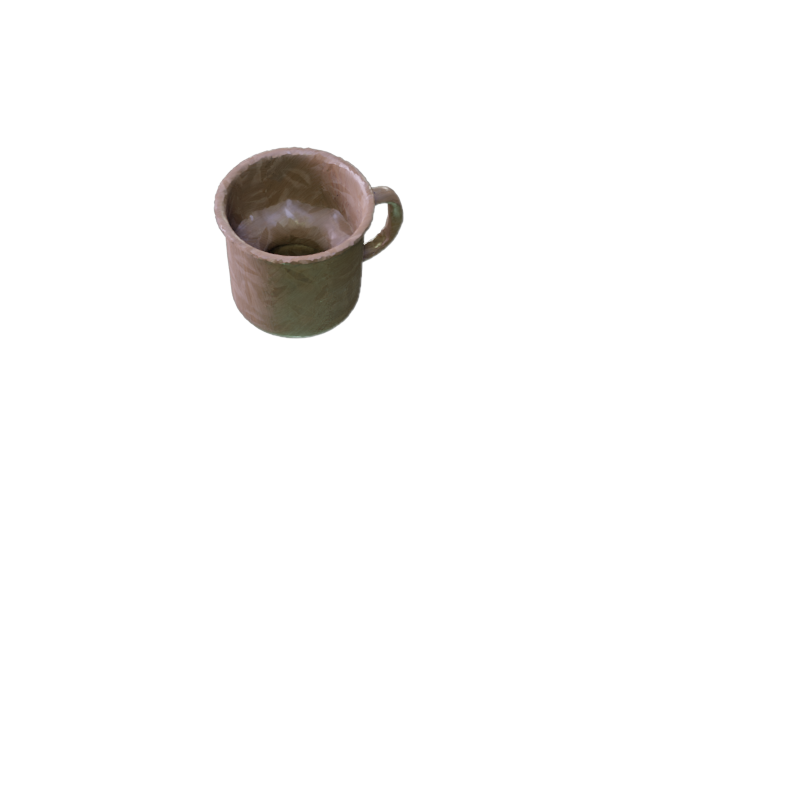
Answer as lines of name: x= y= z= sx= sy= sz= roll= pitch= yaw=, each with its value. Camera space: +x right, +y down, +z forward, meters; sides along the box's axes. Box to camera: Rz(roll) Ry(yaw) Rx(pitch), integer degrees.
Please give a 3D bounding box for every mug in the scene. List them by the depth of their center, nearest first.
mug: x=-0.052 y=-0.096 z=0.670 sx=0.116 sy=0.100 sz=0.076 roll=-21 pitch=-34 yaw=-17
